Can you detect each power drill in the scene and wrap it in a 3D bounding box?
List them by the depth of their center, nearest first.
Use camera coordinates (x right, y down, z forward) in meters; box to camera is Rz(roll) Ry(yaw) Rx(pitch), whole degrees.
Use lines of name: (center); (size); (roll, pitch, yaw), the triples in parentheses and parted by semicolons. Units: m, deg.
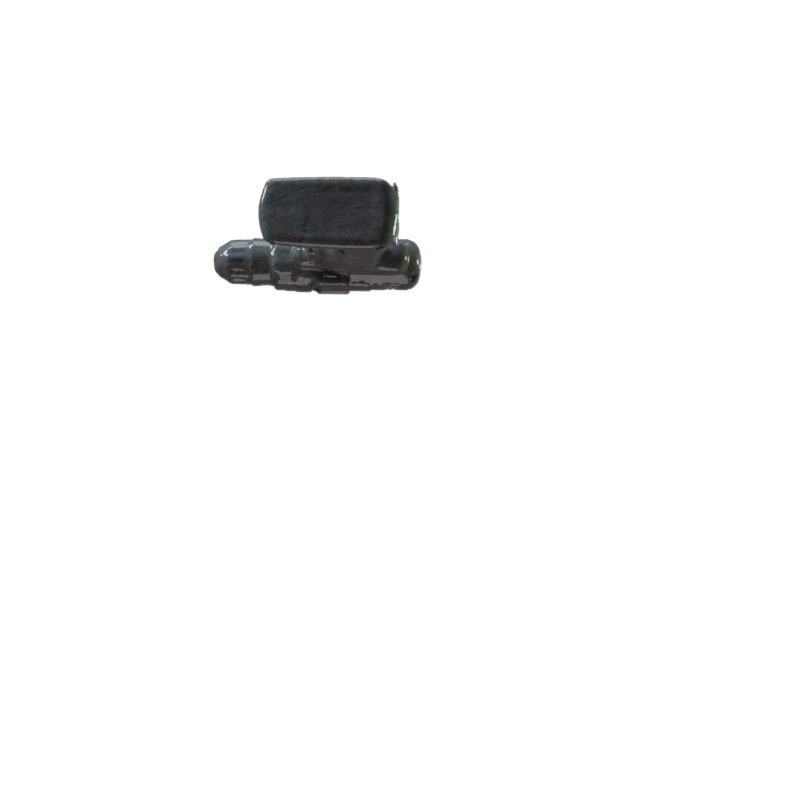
power drill: (-0.072, -0.131, 0.918); (0.185, 0.059, 0.183); (0, -7, 1)
